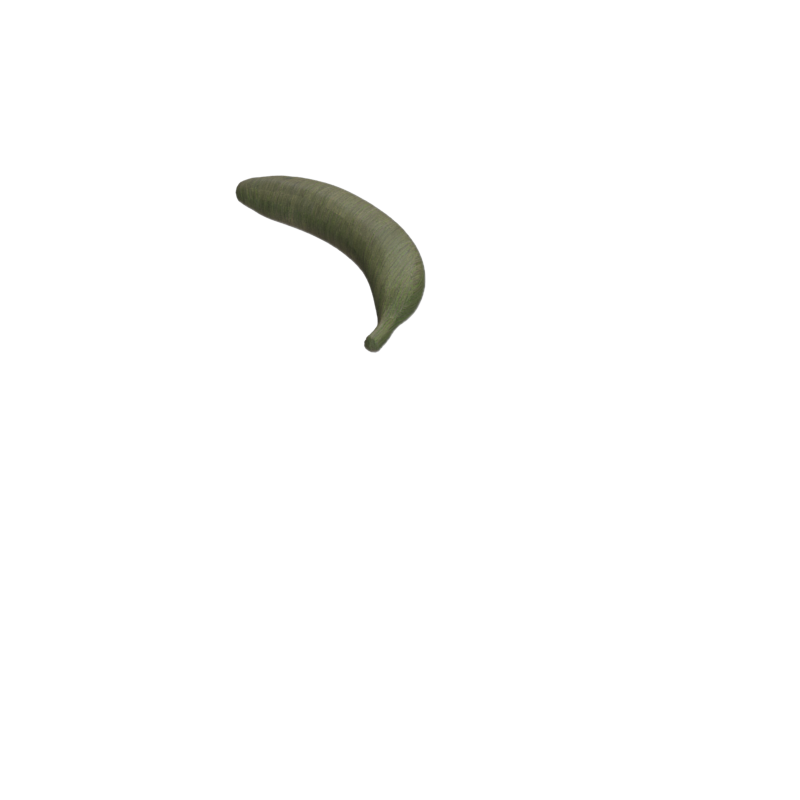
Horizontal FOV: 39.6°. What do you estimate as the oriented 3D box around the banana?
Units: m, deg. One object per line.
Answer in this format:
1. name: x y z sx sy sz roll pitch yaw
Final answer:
1. banana: -0.038 -0.106 0.720 0.069 0.034 0.214 -18 41 -23
